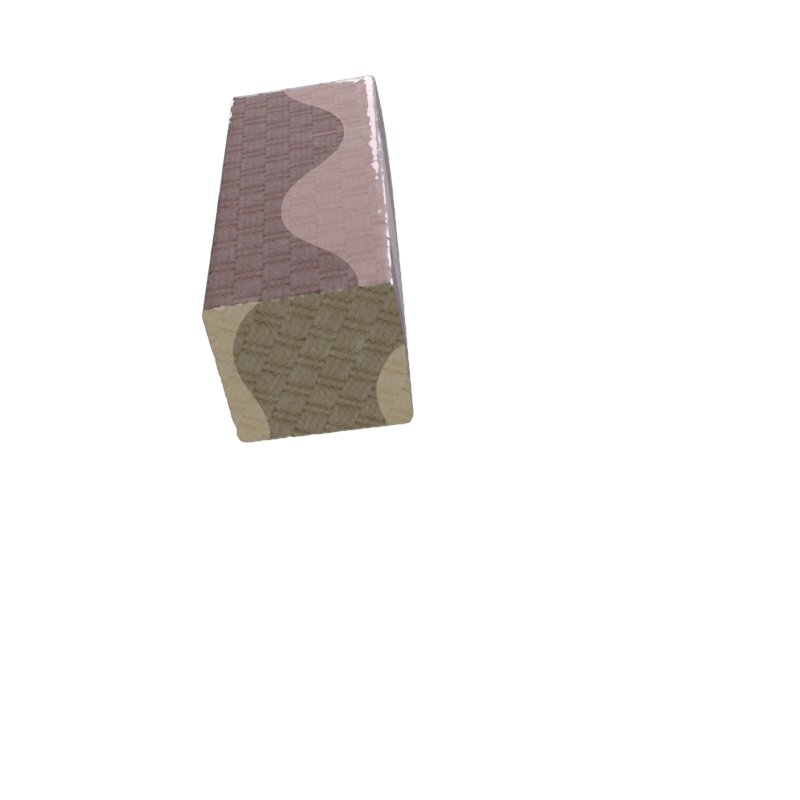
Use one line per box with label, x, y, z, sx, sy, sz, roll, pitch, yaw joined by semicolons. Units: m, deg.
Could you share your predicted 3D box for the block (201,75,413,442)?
block;-0.047;-0.086;0.607;0.091;0.084;0.221;-8;40;3
